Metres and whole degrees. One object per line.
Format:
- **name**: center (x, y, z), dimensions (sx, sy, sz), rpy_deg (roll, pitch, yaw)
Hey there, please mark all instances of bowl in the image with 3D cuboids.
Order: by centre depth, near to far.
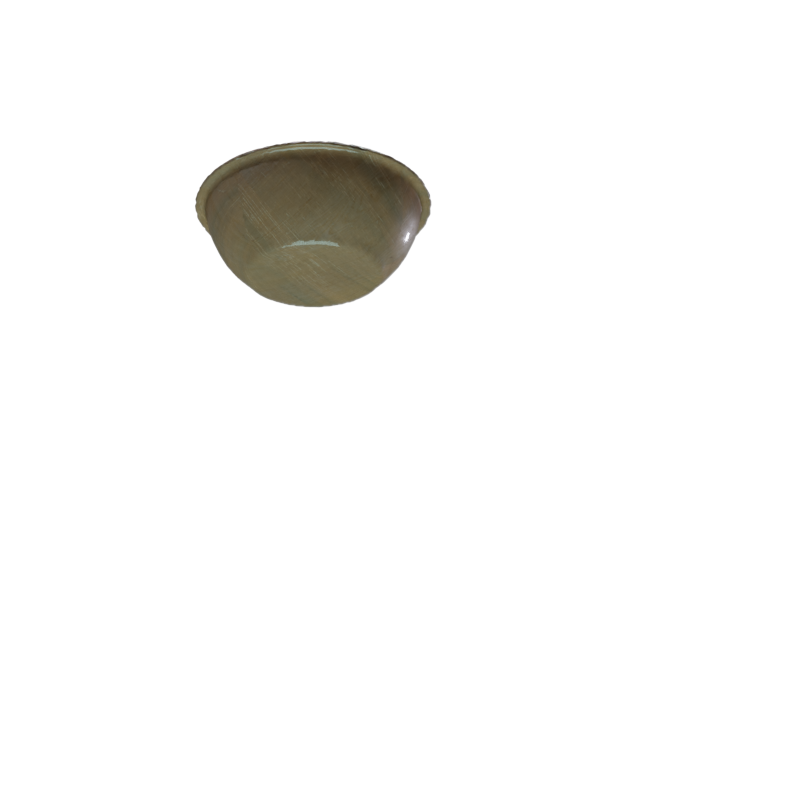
- **bowl**: center (-0.059, -0.107, 0.748), dimensions (0.162, 0.058, 0.153), rpy_deg (1, -24, -2)
